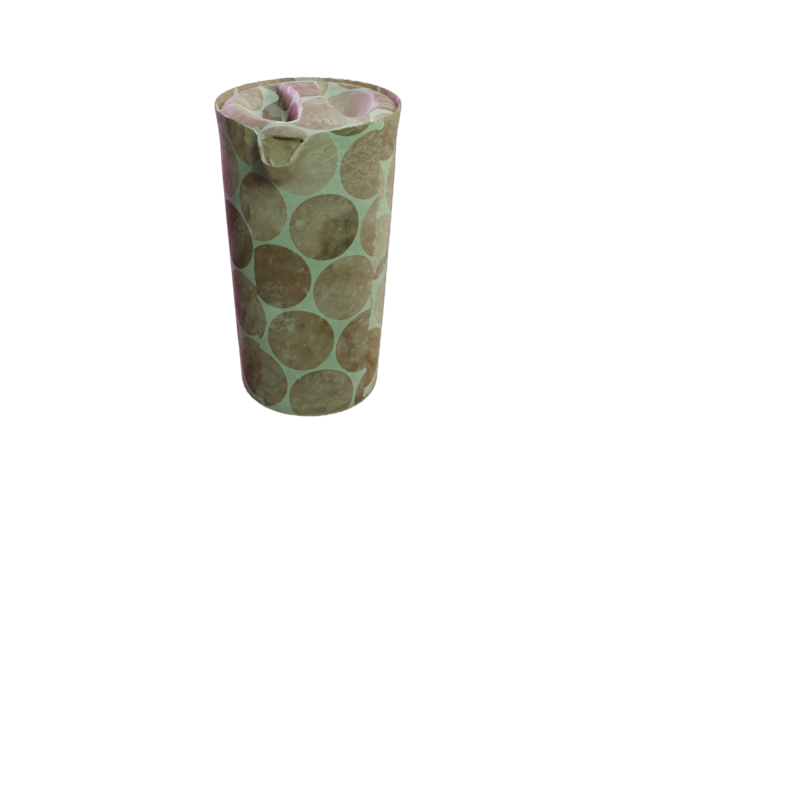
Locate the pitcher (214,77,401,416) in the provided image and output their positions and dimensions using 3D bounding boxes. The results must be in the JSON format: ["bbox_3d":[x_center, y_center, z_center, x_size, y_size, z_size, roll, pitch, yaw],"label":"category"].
[{"bbox_3d":[-0.066,-0.121,0.845,0.147,0.230,0.156,-16,32,-30],"label":"pitcher"}]
